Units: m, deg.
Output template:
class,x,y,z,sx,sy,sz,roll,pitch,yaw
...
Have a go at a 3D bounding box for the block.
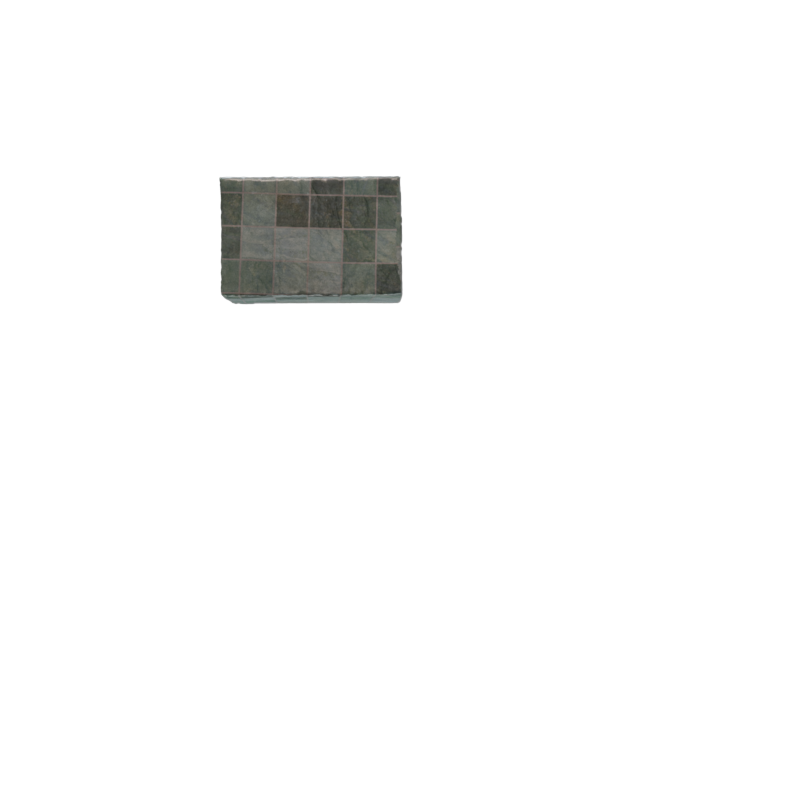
class,x,y,z,sx,sy,sz,roll,pitch,yaw
block,-0.038,-0.069,0.482,0.078,0.052,0.052,0,-3,0
